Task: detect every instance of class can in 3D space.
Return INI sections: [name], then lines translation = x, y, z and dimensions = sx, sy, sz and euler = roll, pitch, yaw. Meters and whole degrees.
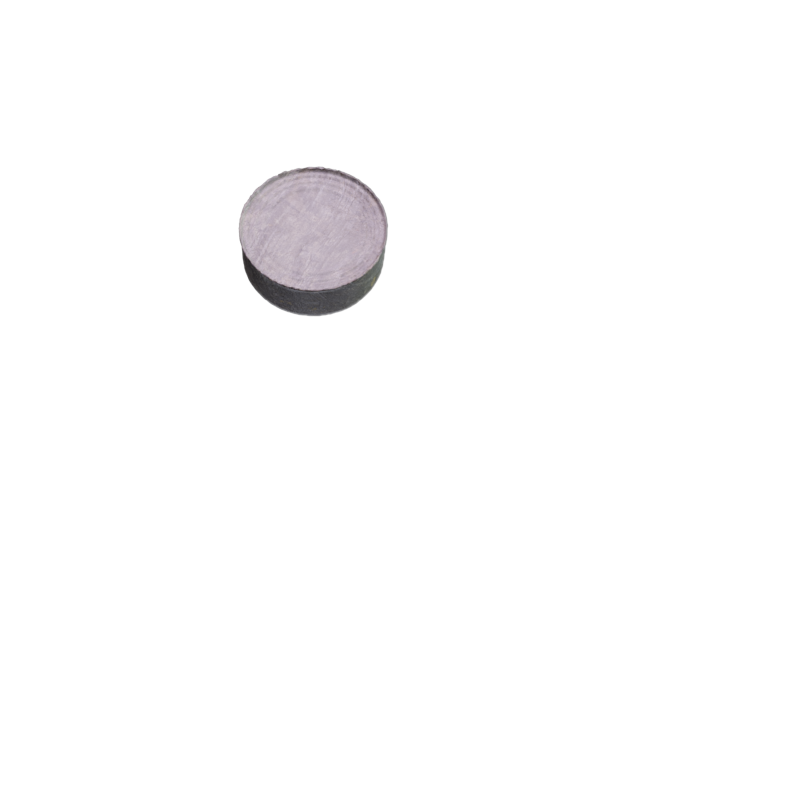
[can]
translation = -0.051, -0.093, 0.648
dimensions = 0.086, 0.092, 0.031
euler = -1, -30, -1
